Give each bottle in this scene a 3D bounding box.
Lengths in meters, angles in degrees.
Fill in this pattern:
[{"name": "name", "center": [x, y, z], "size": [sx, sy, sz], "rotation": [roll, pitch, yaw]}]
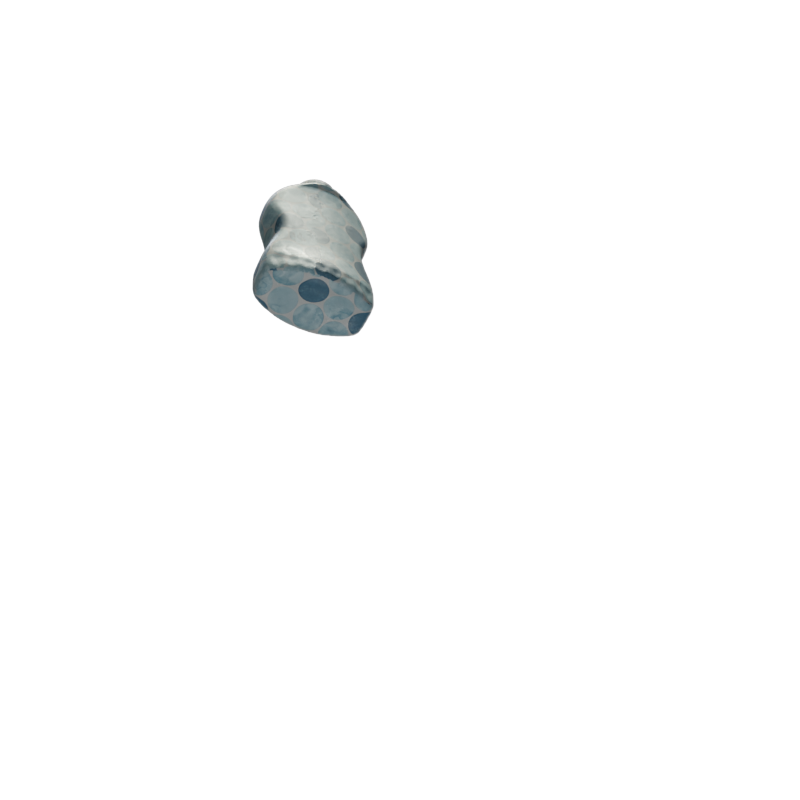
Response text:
[{"name": "bottle", "center": [-0.074, -0.136, 0.949], "size": [0.093, 0.056, 0.205], "rotation": [18, 33, -16]}]
